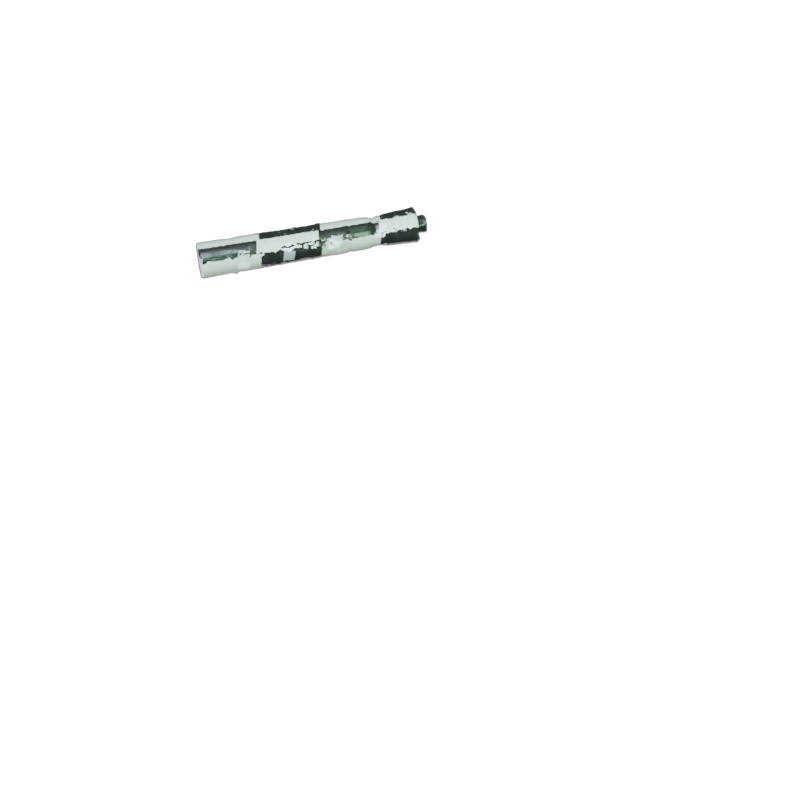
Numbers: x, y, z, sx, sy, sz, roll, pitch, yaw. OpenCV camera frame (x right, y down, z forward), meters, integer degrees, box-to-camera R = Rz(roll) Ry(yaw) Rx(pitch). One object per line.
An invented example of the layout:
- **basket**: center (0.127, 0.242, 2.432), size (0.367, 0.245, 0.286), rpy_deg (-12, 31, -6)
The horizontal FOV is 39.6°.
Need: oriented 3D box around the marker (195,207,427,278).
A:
- **marker**: center (-0.045, -0.082, 0.577), size (0.120, 0.020, 0.020), rpy_deg (-10, 6, -7)
